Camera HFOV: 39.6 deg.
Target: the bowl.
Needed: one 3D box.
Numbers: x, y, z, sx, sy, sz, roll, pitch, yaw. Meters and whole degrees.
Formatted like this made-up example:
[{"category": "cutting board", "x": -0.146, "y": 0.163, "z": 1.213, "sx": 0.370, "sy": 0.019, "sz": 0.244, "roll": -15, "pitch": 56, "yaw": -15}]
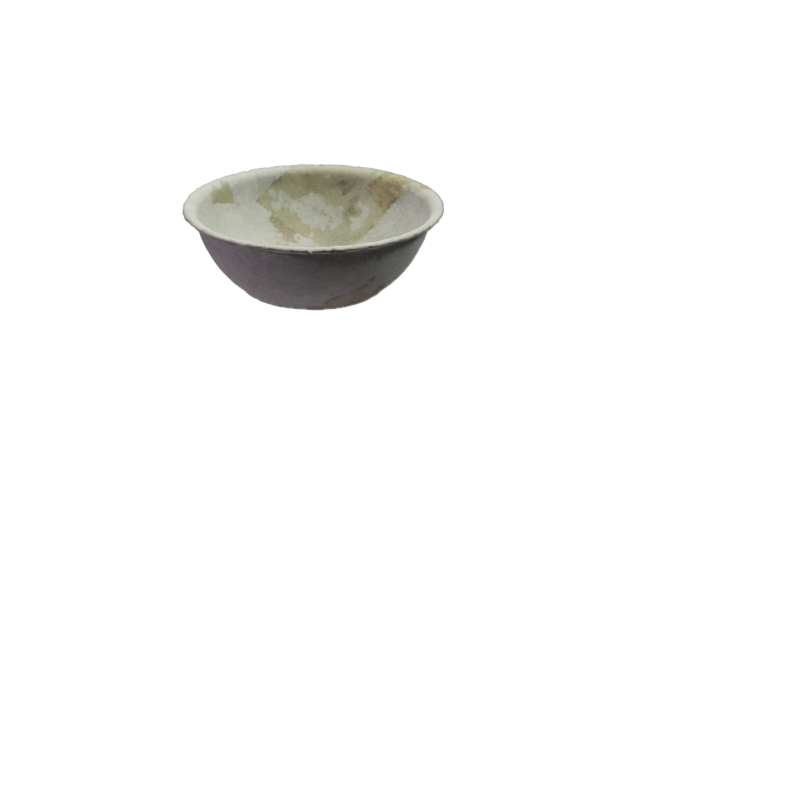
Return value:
[{"category": "bowl", "x": -0.055, "y": -0.099, "z": 0.697, "sx": 0.162, "sy": 0.052, "sz": 0.171, "roll": -1, "pitch": 27, "yaw": -2}]
